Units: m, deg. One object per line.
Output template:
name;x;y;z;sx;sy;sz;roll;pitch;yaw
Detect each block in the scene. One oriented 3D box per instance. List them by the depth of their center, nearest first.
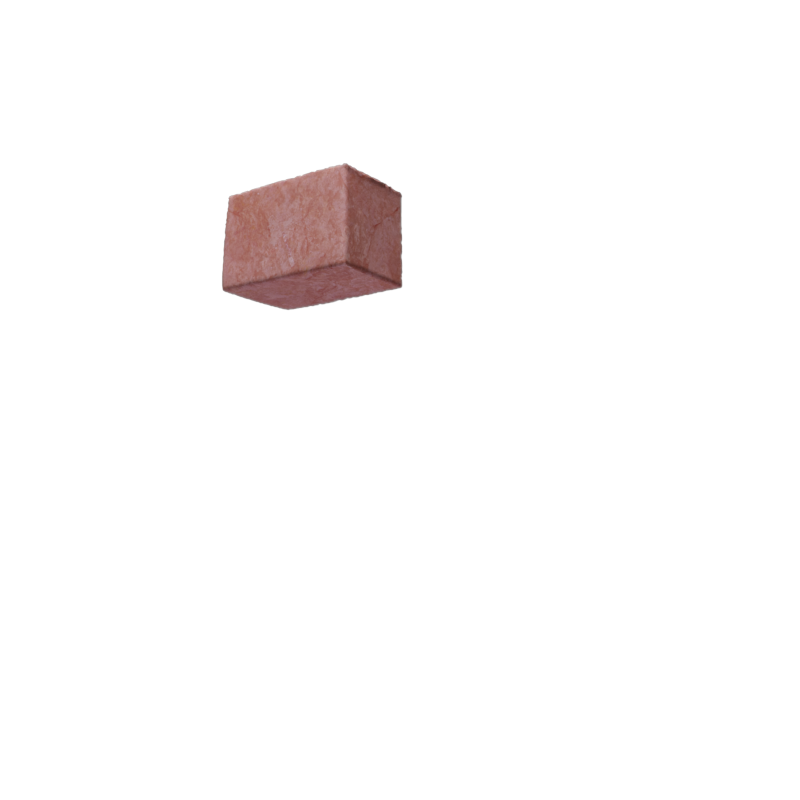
block;-0.044;-0.080;0.562;0.080;0.053;0.050;-9;-17;34
